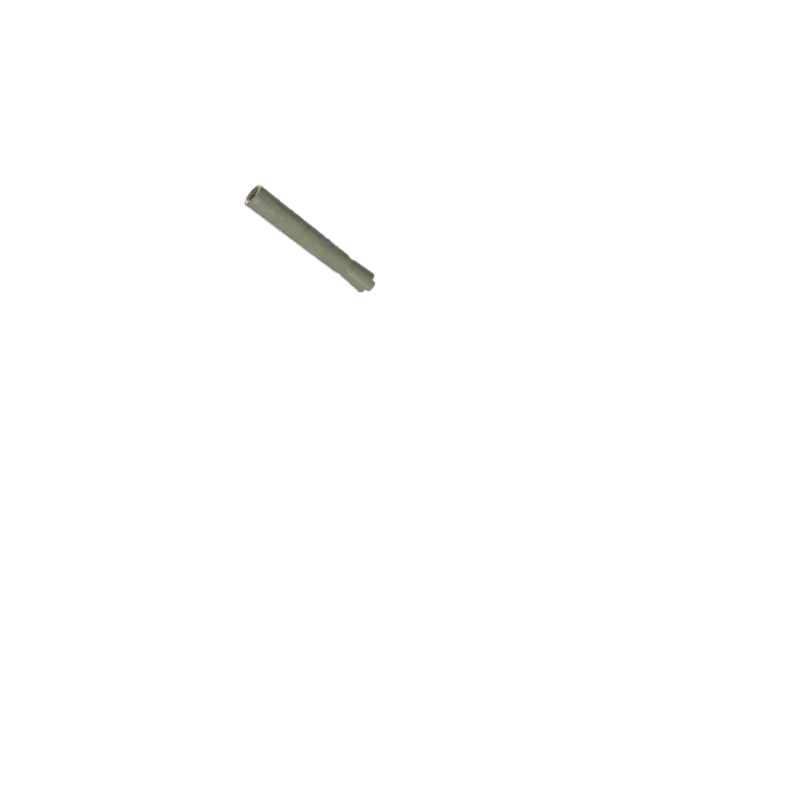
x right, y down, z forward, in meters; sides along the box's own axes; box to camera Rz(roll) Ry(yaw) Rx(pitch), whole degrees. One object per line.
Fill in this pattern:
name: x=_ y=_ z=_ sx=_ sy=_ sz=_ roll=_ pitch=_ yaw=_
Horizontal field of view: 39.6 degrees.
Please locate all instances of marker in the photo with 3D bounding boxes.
marker: x=-0.065 y=-0.118 z=0.830 sx=0.115 sy=0.020 sz=0.020 roll=36 pitch=-13 yaw=-22
